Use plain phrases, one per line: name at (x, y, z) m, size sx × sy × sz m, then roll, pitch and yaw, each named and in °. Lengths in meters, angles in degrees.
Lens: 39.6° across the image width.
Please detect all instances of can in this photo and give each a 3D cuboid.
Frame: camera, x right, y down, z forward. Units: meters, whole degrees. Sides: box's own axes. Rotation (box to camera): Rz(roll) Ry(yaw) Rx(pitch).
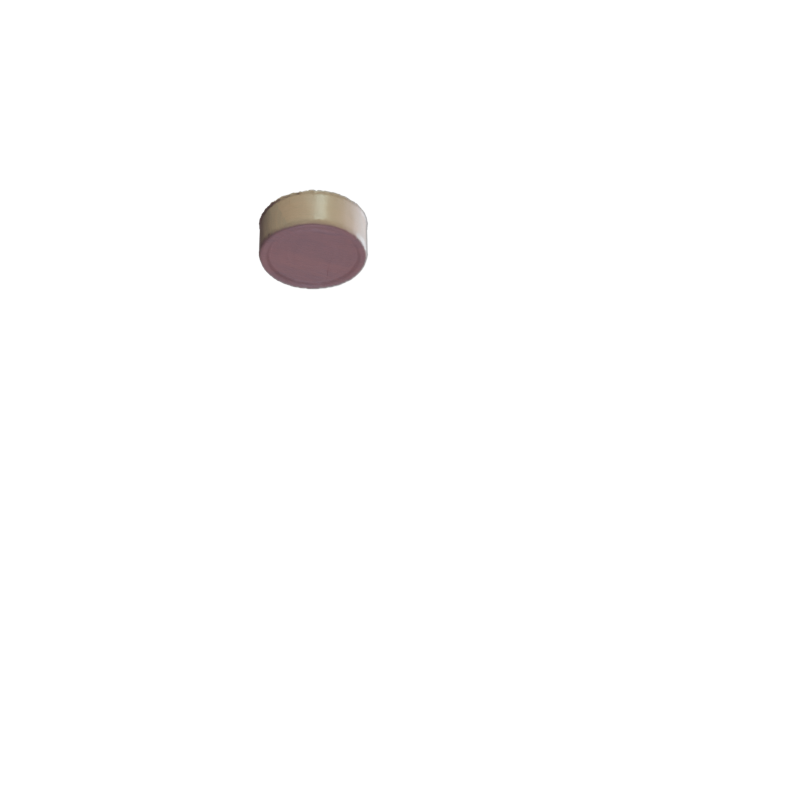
can at (-0.068, -0.123, 0.863) m, size 0.086 × 0.036 × 0.080 m, roll 1°, pitch -33°, yaw -2°
